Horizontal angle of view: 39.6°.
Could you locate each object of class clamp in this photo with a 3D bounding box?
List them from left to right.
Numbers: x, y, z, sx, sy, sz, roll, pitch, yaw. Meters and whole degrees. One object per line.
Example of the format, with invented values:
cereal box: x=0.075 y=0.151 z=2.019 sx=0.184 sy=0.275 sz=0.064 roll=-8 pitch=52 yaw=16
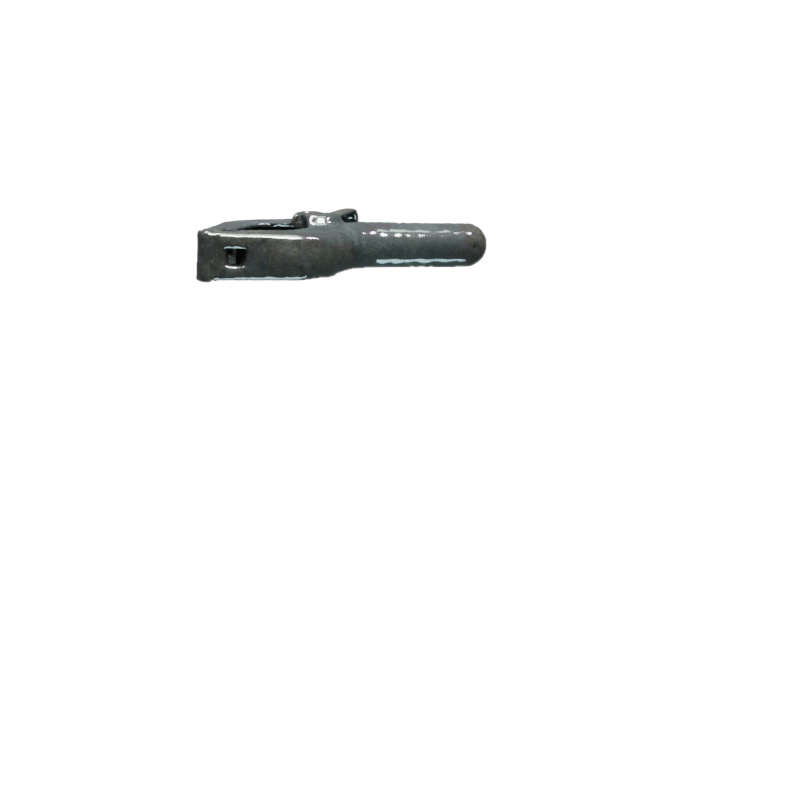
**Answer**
clamp: x=-0.050 y=-0.091 z=0.639 sx=0.166 sy=0.039 sz=0.125 roll=-6 pitch=11 yaw=-35
